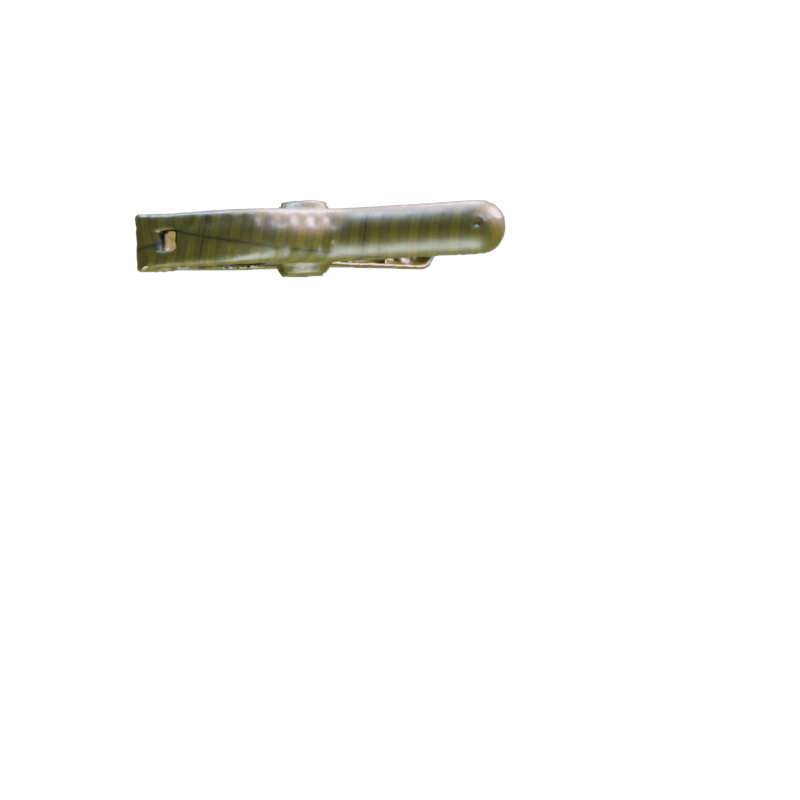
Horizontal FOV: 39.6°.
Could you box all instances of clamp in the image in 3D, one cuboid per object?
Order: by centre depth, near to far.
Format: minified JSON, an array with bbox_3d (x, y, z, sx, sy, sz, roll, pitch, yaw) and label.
[{"bbox_3d":[-0.043,-0.079,0.554,0.171,0.040,0.118,0,-4,-4],"label":"clamp"}]
